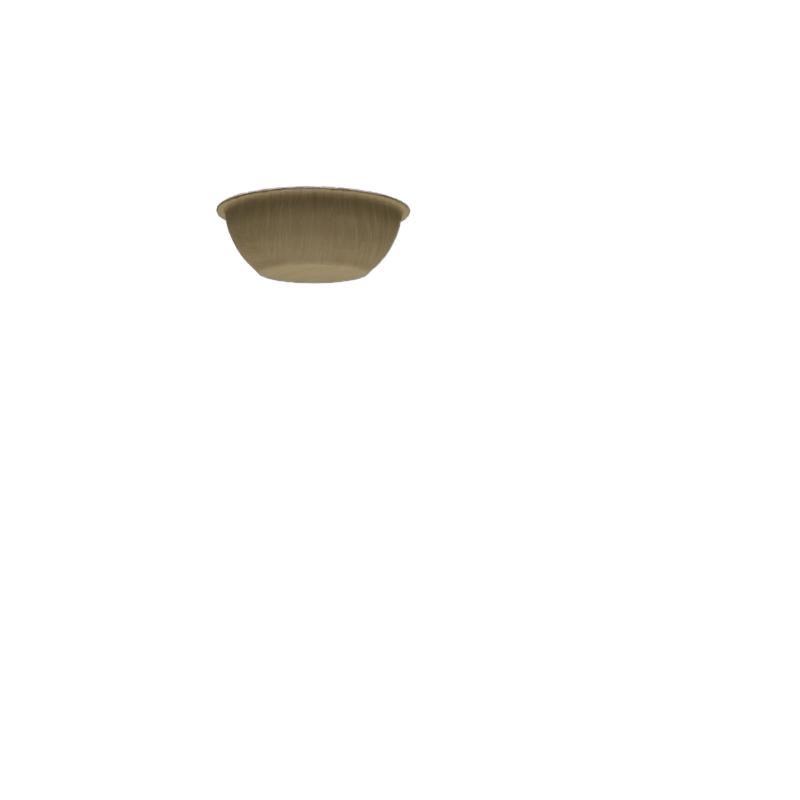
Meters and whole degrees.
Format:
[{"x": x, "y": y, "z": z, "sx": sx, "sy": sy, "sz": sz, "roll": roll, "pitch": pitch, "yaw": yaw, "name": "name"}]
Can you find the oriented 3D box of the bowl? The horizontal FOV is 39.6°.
[{"x": -0.072, "y": -0.131, "z": 0.917, "sx": 0.162, "sy": 0.056, "sz": 0.159, "roll": 0, "pitch": -5, "yaw": -2, "name": "bowl"}]
